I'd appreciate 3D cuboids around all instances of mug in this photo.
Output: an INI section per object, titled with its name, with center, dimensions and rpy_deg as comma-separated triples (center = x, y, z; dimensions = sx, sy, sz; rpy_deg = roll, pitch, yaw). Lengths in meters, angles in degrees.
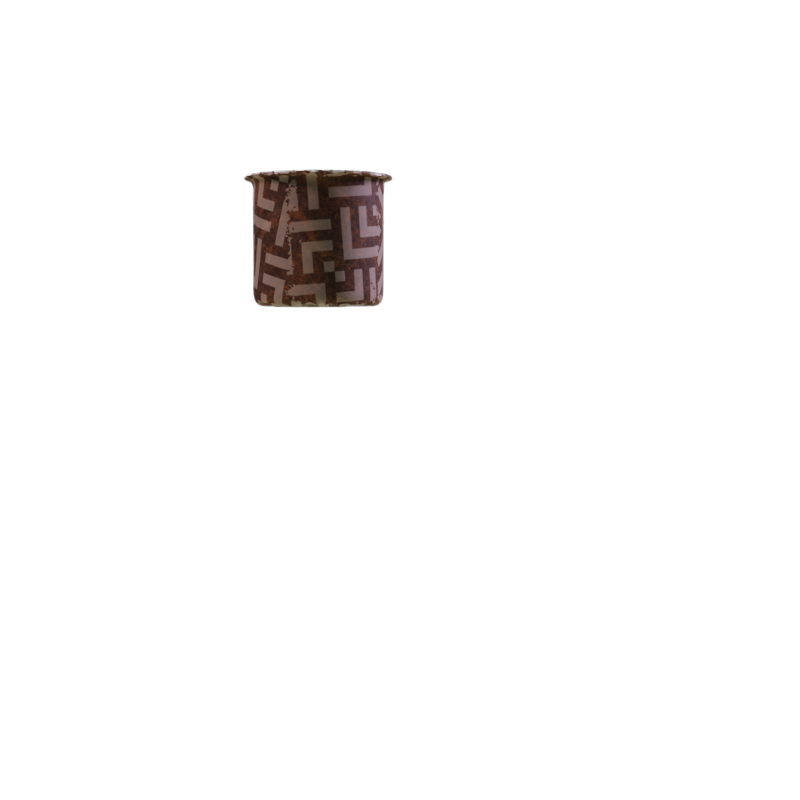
[mug]
center = -0.055, -0.101, 0.705
dimensions = 0.091, 0.081, 0.120
rpy_deg = -1, 4, -18
